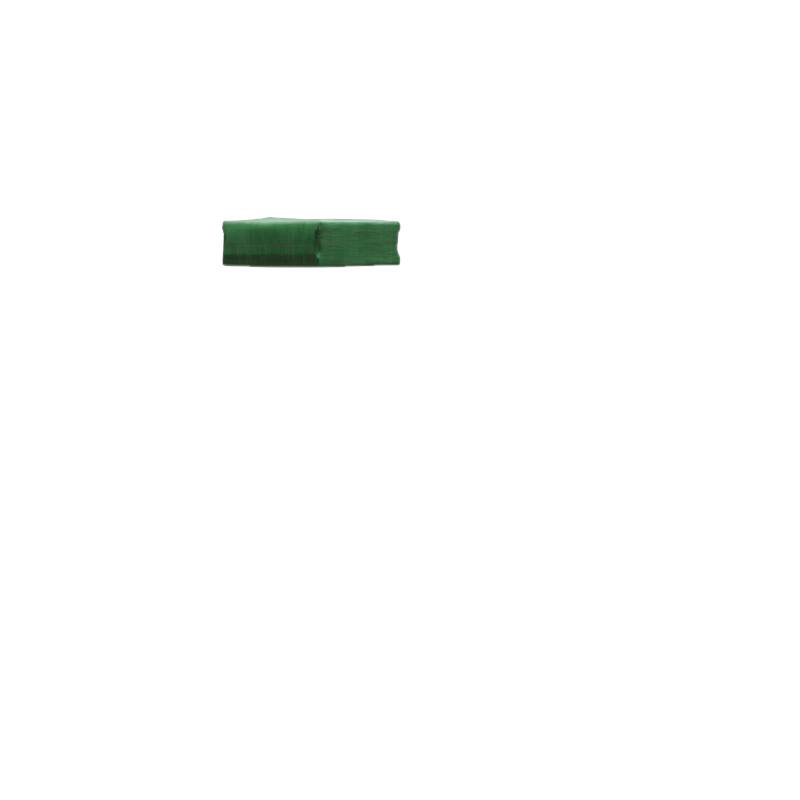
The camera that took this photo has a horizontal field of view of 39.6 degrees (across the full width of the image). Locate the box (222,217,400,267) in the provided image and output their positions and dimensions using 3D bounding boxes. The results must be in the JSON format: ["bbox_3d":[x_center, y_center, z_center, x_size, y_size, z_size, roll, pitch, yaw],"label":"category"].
[{"bbox_3d":[-0.053,-0.096,0.675,0.076,0.030,0.087,6,10,34],"label":"box"}]
